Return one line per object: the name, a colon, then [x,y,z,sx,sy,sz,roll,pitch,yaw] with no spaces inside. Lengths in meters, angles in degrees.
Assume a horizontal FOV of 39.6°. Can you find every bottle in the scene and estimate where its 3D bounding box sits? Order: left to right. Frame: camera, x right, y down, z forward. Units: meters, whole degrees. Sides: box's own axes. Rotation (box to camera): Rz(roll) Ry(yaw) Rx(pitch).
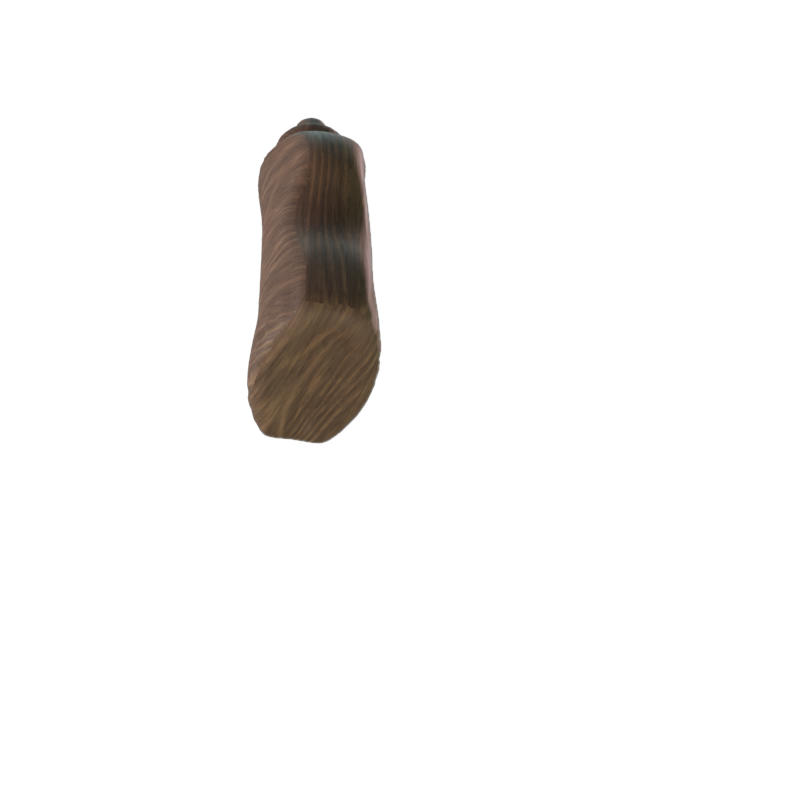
bottle: [-0.045,-0.081,0.566,0.057,0.206,0.091,7,-44,-11]
